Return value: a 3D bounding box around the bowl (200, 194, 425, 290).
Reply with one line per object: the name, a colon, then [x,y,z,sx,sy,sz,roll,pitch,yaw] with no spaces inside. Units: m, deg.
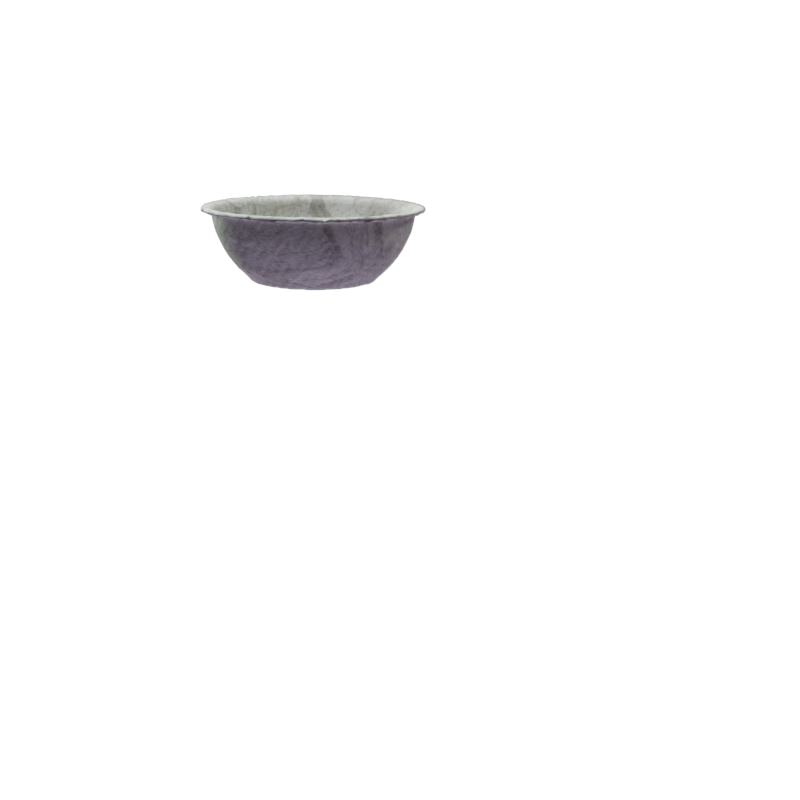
bowl: [-0.063,-0.115,0.803,0.162,0.053,0.167,-1,15,-2]
